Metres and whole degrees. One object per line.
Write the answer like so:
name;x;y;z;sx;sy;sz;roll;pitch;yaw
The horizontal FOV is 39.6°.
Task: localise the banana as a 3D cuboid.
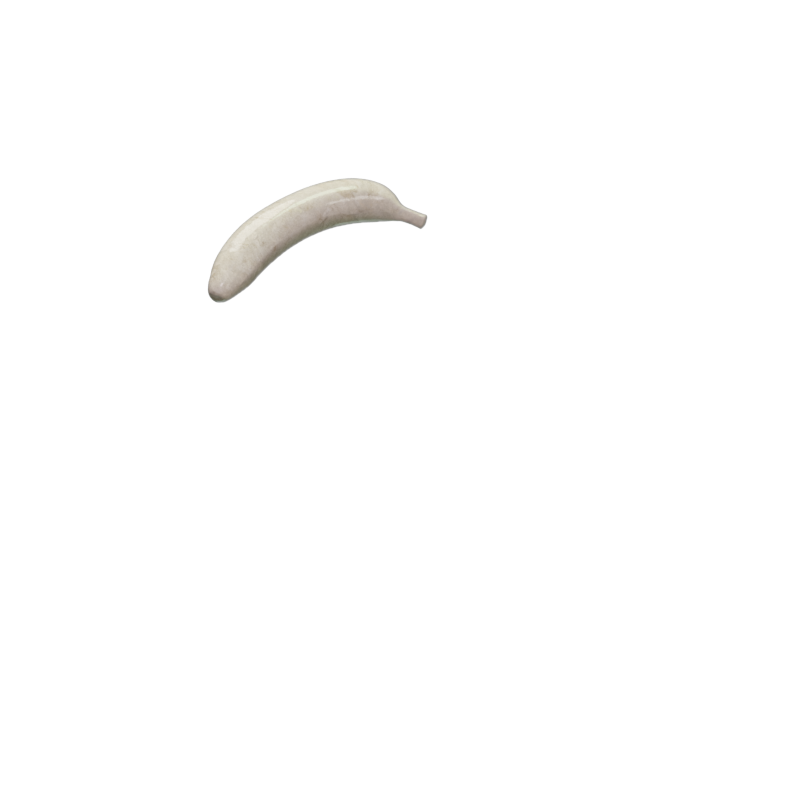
banana;-0.075;-0.134;0.866;0.196;0.034;0.075;-26;48;-26
